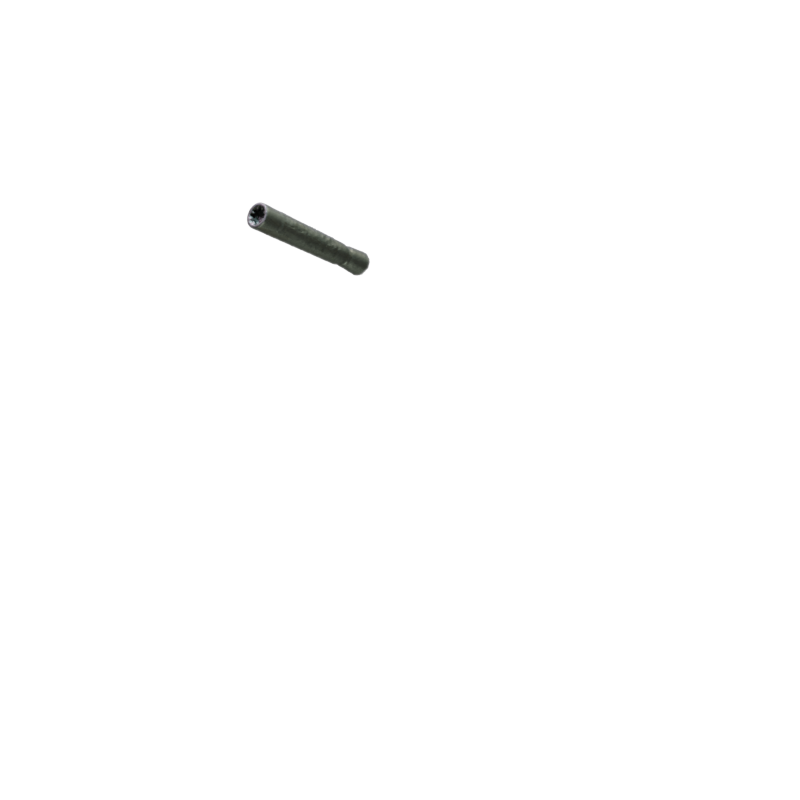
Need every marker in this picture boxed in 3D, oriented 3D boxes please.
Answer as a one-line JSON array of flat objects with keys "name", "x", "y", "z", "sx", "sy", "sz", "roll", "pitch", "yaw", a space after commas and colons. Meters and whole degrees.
[{"name": "marker", "x": -0.062, "y": -0.113, "z": 0.794, "sx": 0.021, "sy": 0.020, "sz": 0.113, "roll": 3, "pitch": -10, "yaw": 40}]
